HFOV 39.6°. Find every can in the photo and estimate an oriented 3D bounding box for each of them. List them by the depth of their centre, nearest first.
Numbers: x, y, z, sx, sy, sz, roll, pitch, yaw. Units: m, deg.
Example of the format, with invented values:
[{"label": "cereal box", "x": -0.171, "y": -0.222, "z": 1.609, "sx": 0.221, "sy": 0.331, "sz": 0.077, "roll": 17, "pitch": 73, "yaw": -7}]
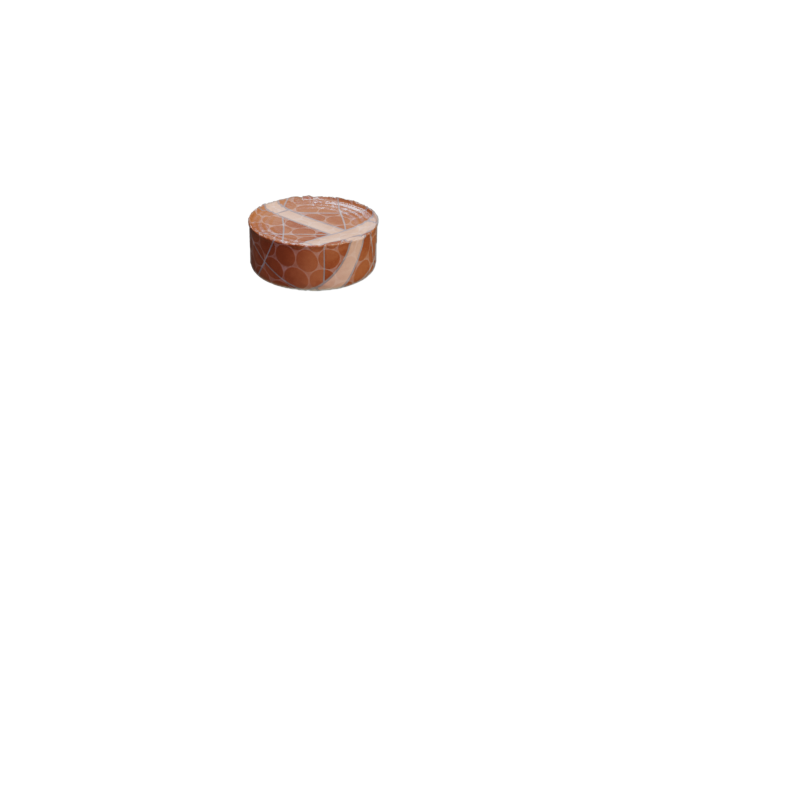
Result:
[{"label": "can", "x": -0.057, "y": -0.105, "z": 0.734, "sx": 0.086, "sy": 0.032, "sz": 0.091, "roll": -1, "pitch": 30, "yaw": -2}]
